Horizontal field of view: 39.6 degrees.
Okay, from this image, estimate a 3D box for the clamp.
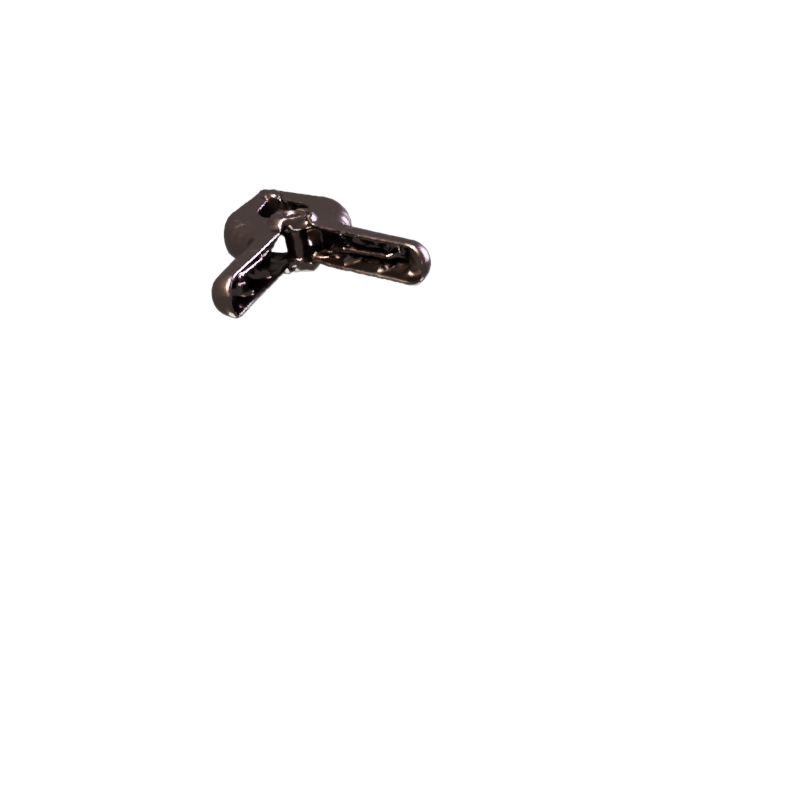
[{"bbox_3d":[-0.052,-0.094,0.661,0.119,0.037,0.182,-3,27,-7],"label":"clamp"}]
